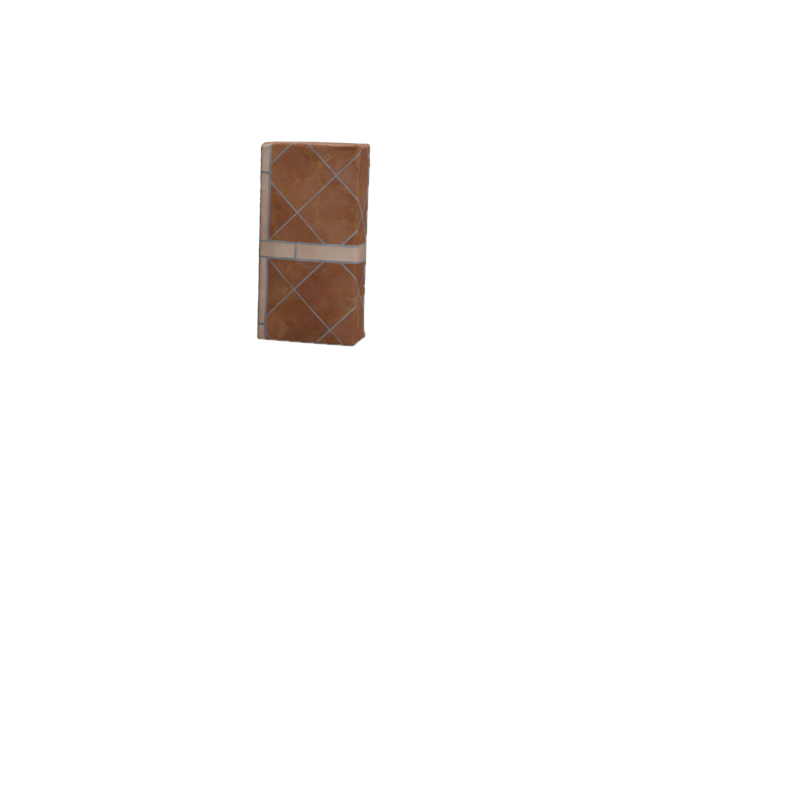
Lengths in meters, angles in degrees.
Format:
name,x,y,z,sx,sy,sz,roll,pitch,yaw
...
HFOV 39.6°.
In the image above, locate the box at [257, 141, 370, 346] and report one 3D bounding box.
name,x,y,z,sx,sy,sz,roll,pitch,yaw
box,-0.077,-0.140,0.981,0.095,0.173,0.048,3,8,15
